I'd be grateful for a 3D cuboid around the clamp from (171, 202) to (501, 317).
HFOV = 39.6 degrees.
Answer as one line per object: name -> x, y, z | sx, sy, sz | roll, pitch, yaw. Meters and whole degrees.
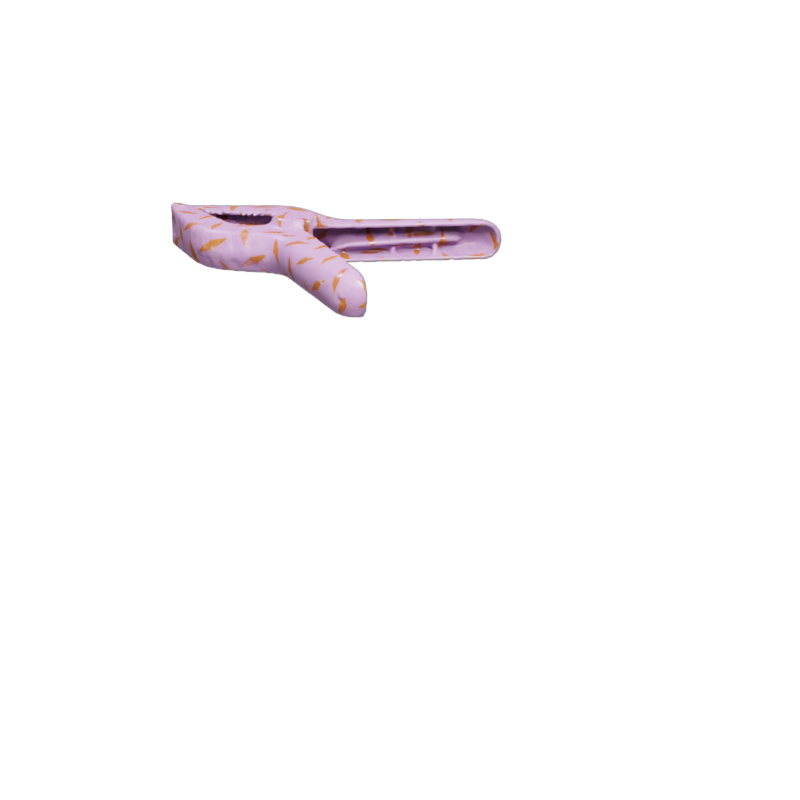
clamp -> -0.054, -0.098, 0.688 | 0.222, 0.035, 0.162 | 17, 26, 38
